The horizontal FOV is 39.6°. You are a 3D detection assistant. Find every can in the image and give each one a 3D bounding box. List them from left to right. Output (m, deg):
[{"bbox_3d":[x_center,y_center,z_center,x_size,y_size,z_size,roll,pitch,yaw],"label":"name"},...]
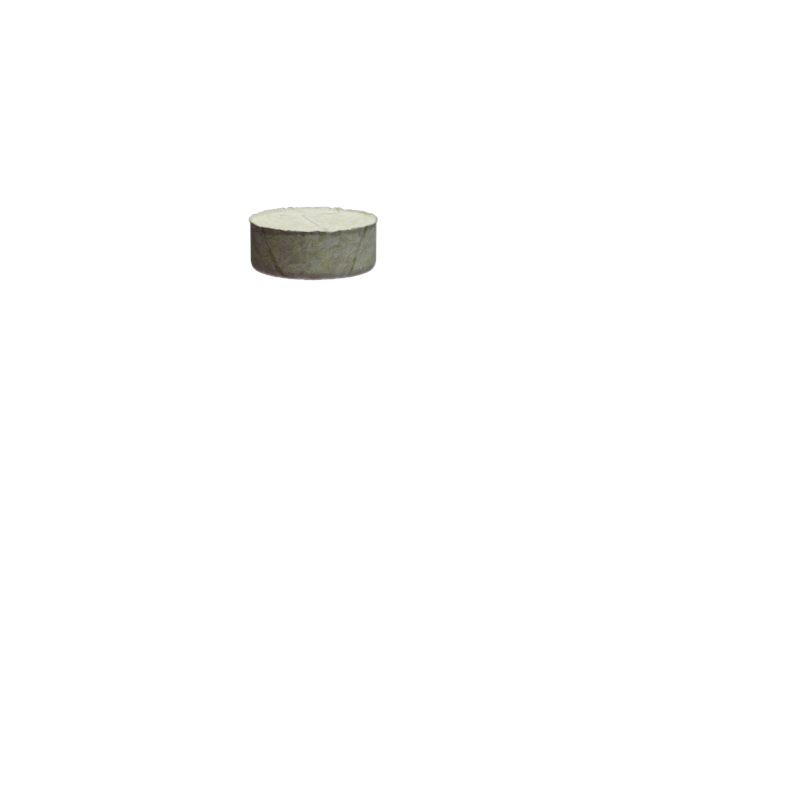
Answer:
[{"bbox_3d":[-0.058,-0.106,0.741,0.086,0.032,0.089,-1,19,-2],"label":"can"}]
